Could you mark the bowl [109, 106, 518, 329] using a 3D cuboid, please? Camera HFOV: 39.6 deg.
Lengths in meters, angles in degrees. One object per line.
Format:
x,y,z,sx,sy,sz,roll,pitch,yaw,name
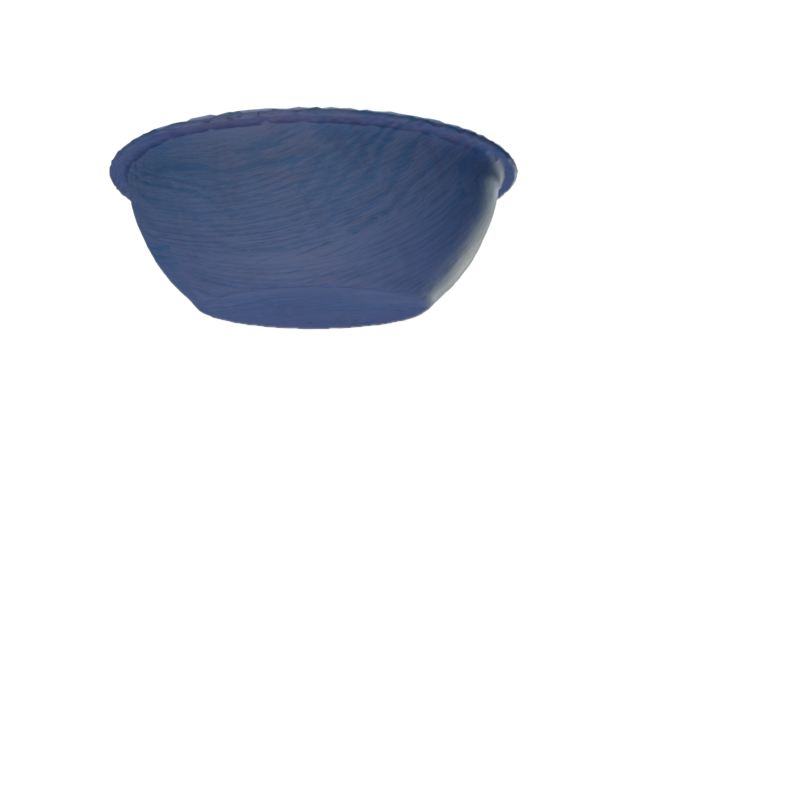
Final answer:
-0.034,-0.063,0.438,0.162,0.057,0.158,0,-8,-2,bowl
